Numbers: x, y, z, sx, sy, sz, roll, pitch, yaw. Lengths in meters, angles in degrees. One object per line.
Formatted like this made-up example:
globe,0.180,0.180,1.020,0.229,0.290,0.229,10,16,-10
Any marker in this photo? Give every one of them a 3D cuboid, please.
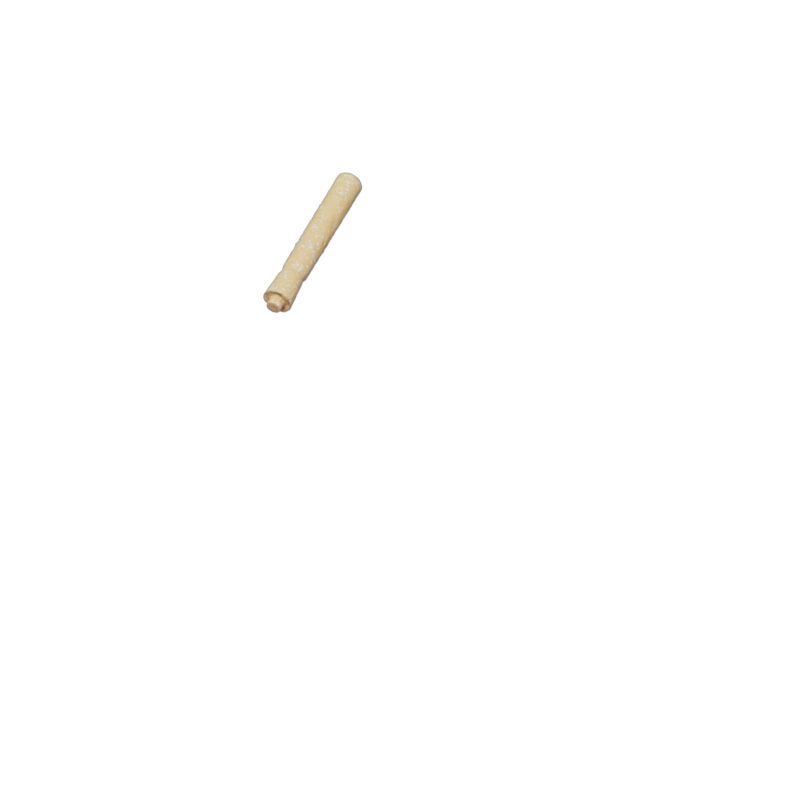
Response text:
marker,-0.055,-0.100,0.703,0.020,0.126,0.018,1,-44,29
